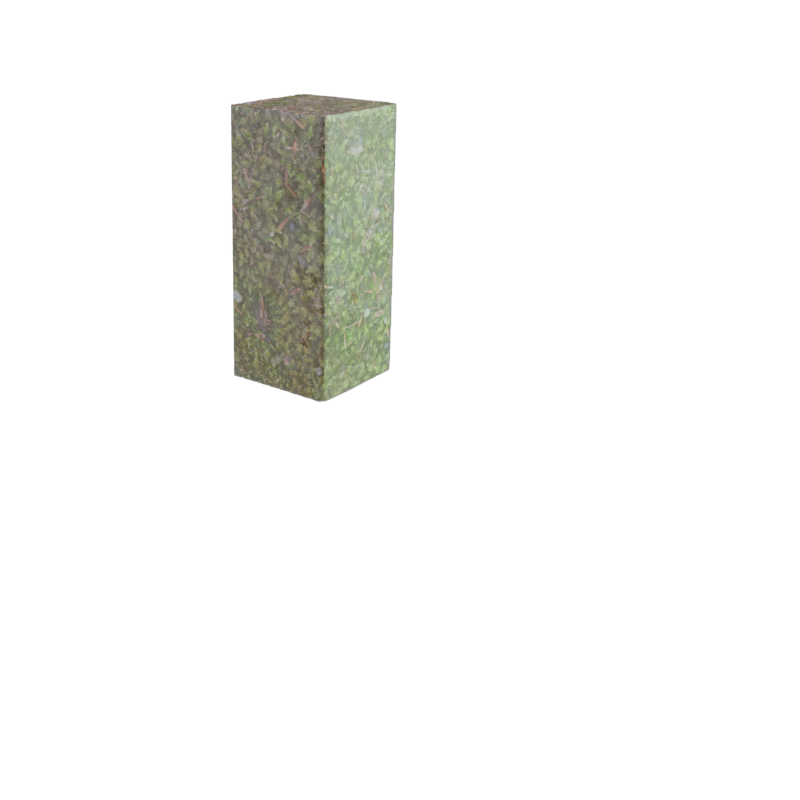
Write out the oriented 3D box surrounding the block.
[{"bbox_3d":[-0.064,-0.118,0.824,0.095,0.199,0.089,12,19,34],"label":"block"}]
